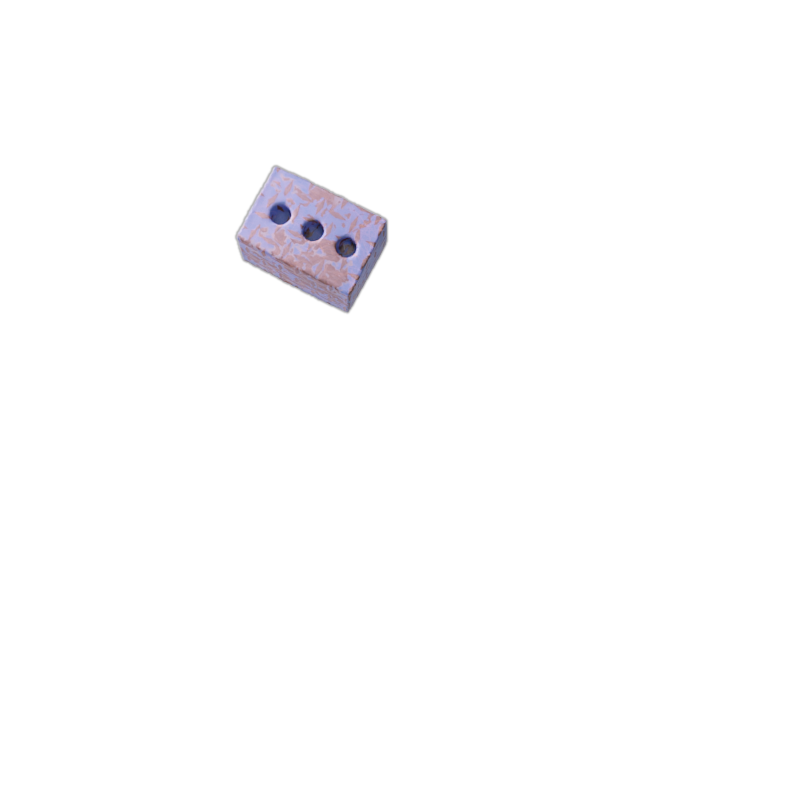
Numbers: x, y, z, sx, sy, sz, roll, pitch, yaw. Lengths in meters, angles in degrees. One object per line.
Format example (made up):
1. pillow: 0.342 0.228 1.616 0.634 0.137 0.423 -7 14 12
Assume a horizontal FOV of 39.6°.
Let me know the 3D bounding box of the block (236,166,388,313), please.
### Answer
1. block: -0.053 -0.096 0.674 0.079 0.054 0.050 26 -12 5
